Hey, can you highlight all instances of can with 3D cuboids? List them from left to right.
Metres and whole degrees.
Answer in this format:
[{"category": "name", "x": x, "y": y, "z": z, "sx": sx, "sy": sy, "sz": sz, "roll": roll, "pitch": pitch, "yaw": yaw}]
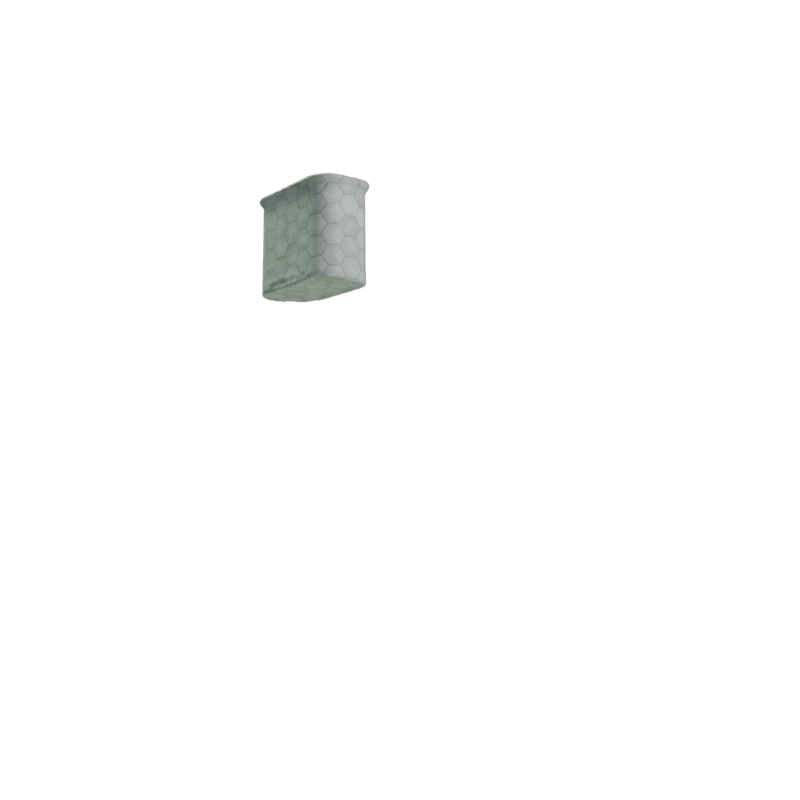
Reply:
[{"category": "can", "x": -0.071, "y": -0.129, "z": 0.901, "sx": 0.055, "sy": 0.087, "sz": 0.104, "roll": 9, "pitch": -15, "yaw": -37}]
